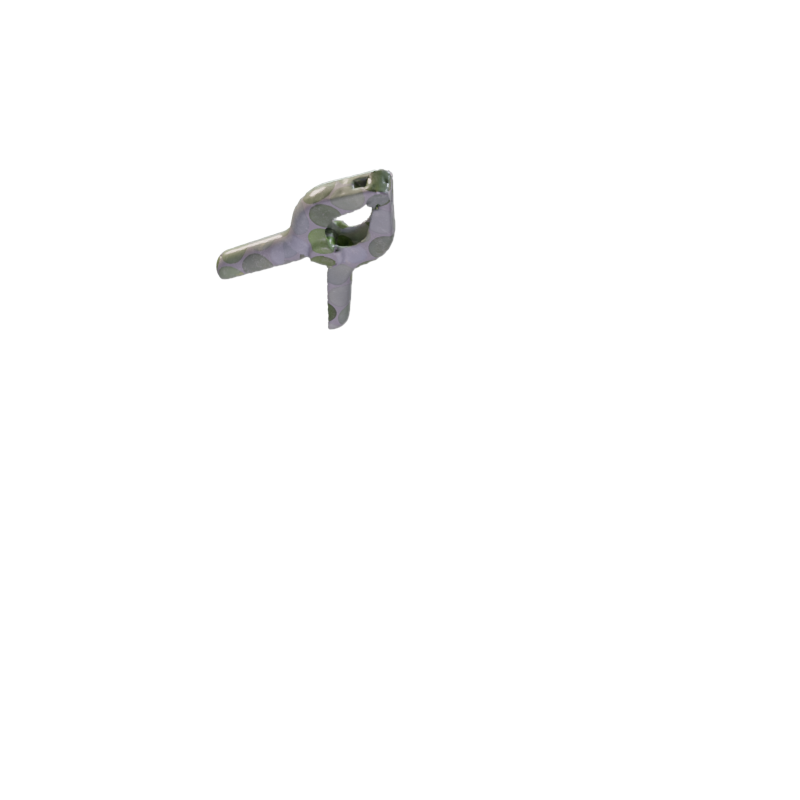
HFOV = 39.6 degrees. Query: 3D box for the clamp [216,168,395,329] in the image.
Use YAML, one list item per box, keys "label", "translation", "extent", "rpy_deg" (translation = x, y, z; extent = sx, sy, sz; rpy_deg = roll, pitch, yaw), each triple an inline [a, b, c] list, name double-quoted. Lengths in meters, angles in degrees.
- label: "clamp"
  translation: [-0.068, -0.123, 0.864]
  extent: [0.116, 0.042, 0.165]
  rpy_deg: [16, -42, -19]
